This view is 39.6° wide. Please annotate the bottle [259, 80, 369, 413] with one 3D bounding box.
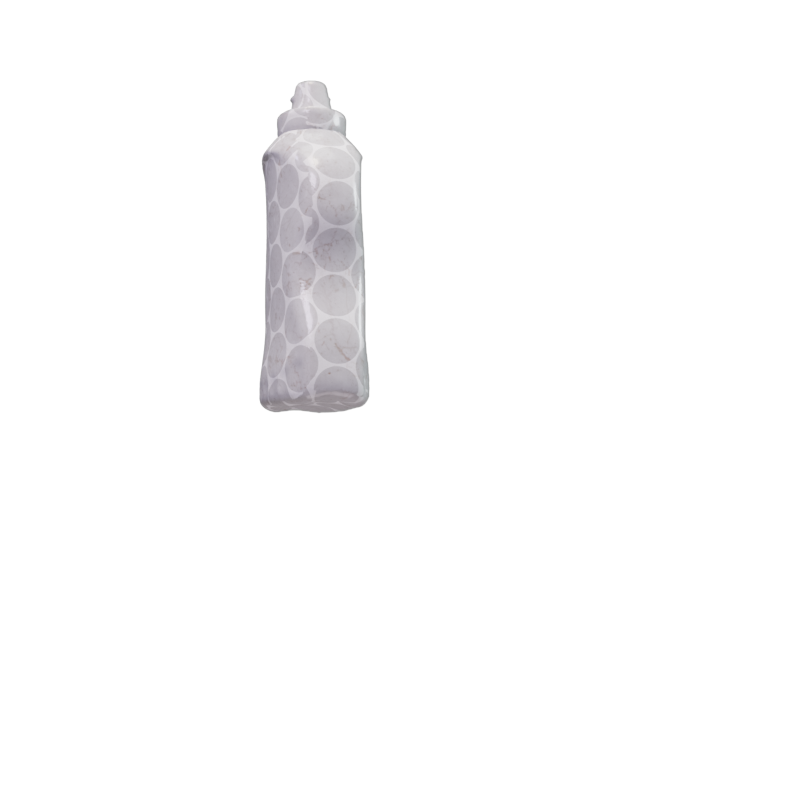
[{"bbox_3d":[-0.051,-0.091,0.641,0.057,0.197,0.095,2,-11,-15],"label":"bottle"}]
